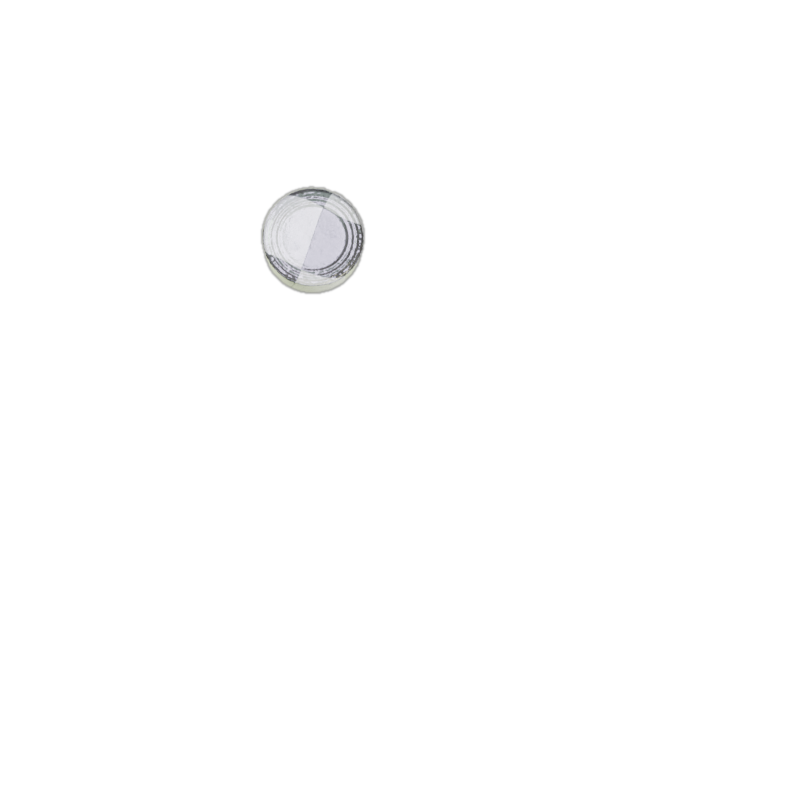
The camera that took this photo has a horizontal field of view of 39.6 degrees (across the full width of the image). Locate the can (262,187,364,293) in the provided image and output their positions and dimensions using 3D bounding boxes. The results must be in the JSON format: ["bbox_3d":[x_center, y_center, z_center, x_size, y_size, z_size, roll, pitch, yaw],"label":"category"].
[{"bbox_3d":[-0.074,-0.134,0.940,0.086,0.089,0.032,0,-15,-1],"label":"can"}]
